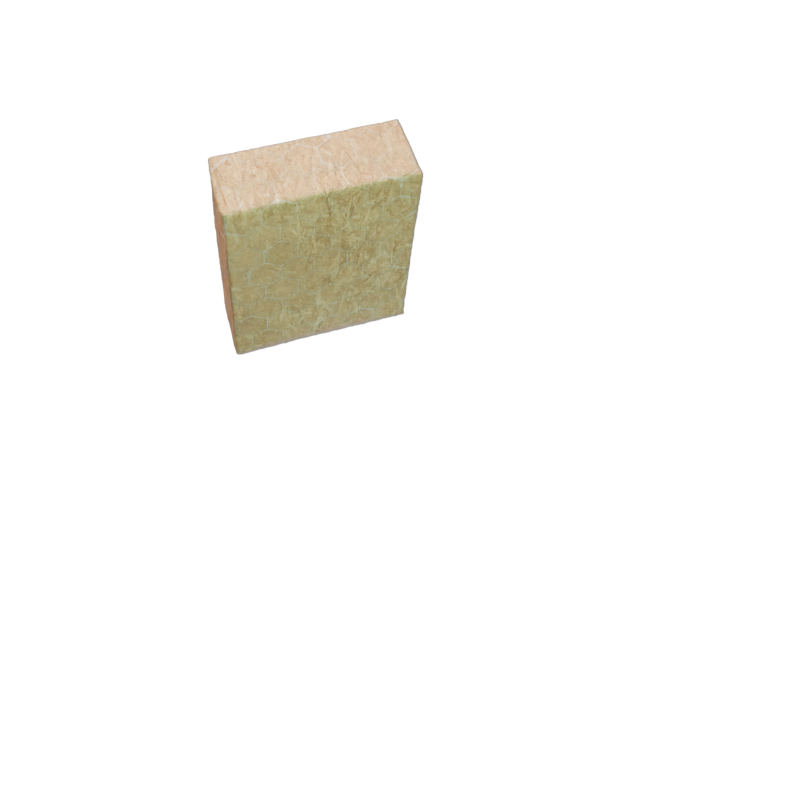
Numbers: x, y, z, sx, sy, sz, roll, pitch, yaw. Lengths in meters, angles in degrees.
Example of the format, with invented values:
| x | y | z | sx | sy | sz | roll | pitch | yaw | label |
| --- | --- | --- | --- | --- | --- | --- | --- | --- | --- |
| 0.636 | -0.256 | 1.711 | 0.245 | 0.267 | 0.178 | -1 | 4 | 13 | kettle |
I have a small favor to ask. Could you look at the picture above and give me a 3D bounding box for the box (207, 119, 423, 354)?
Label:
| x | y | z | sx | sy | sz | roll | pitch | yaw | label |
| --- | --- | --- | --- | --- | --- | --- | --- | --- | --- |
| -0.075 | -0.137 | 0.958 | 0.163 | 0.077 | 0.200 | -13 | -29 | -11 | box |
